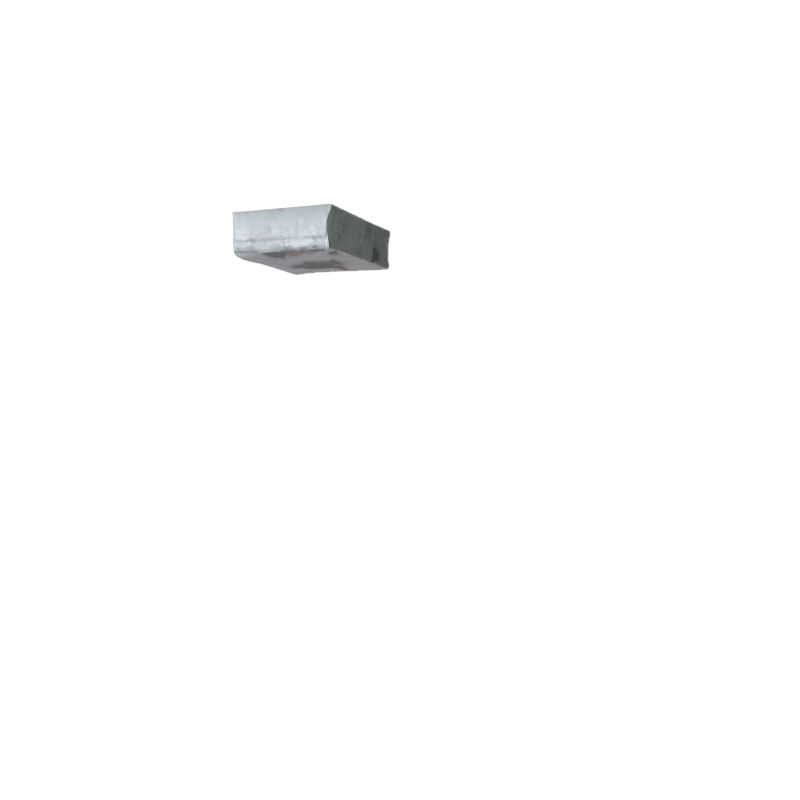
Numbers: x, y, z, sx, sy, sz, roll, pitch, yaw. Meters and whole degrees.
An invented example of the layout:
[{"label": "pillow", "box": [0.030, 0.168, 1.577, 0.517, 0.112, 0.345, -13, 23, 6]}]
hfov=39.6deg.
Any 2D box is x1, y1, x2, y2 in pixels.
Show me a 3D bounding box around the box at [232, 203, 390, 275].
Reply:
[{"label": "box", "box": [-0.071, -0.129, 0.900, 0.092, 0.039, 0.109, -1, -3, 25]}]
